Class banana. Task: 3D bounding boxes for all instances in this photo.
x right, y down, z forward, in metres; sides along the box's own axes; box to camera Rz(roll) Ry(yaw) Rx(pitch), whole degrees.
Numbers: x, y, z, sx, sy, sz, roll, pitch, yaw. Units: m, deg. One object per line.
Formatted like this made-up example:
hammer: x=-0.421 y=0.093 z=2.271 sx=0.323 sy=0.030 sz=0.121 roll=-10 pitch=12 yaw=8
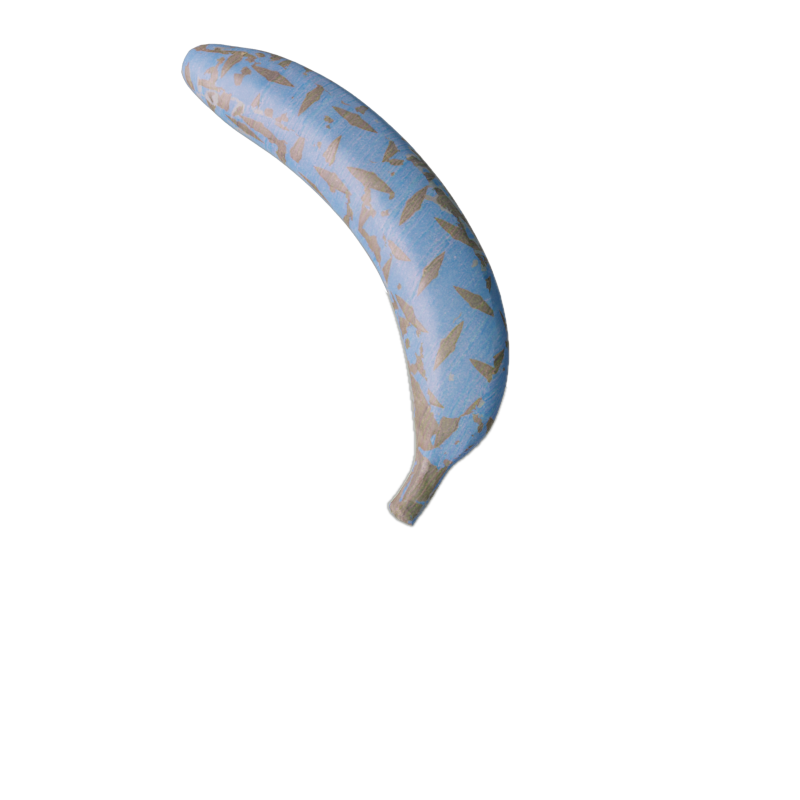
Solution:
banana: x=-0.013 y=-0.061 z=0.398 sx=0.069 sy=0.208 sz=0.035 roll=-23 pitch=-20 yaw=-9
